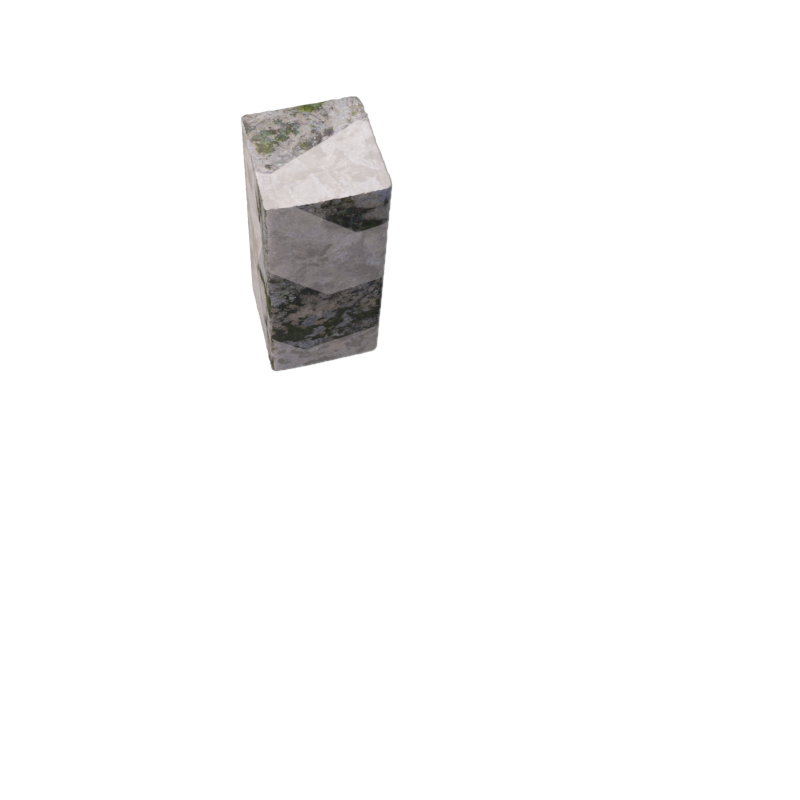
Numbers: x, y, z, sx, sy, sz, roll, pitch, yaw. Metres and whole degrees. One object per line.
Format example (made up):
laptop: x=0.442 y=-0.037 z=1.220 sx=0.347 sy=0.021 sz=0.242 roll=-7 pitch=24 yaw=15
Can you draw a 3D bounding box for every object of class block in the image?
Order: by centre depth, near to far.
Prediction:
block: x=-0.065 y=-0.120 z=0.839 sx=0.089 sy=0.098 sz=0.193 roll=-11 pitch=-32 yaw=-11
